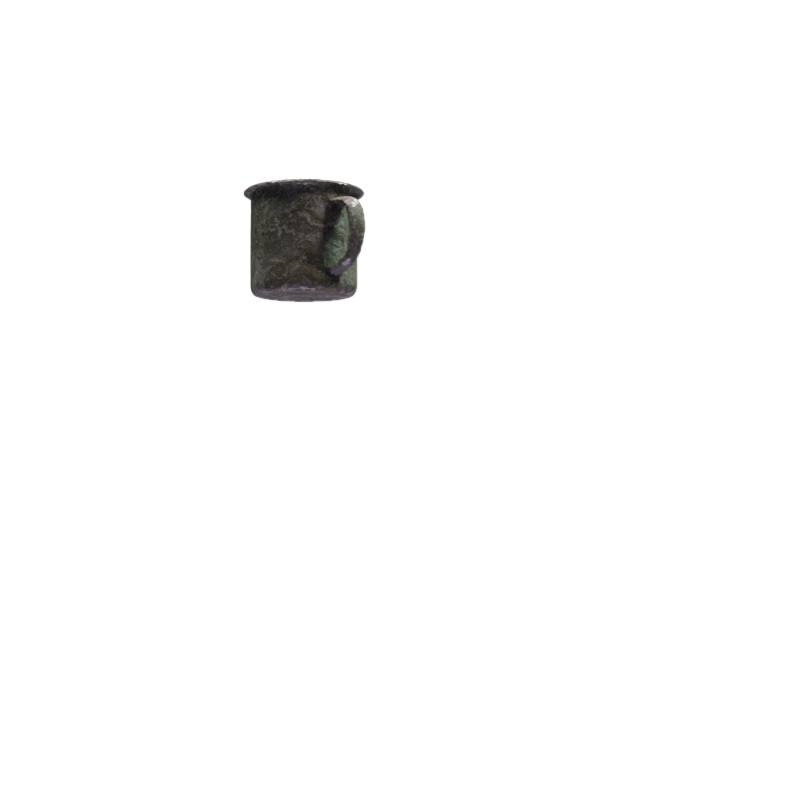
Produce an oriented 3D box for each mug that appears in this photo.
[{"bbox_3d":[-0.066,-0.120,0.839,0.089,0.083,0.120,4,-7,-40],"label":"mug"}]
